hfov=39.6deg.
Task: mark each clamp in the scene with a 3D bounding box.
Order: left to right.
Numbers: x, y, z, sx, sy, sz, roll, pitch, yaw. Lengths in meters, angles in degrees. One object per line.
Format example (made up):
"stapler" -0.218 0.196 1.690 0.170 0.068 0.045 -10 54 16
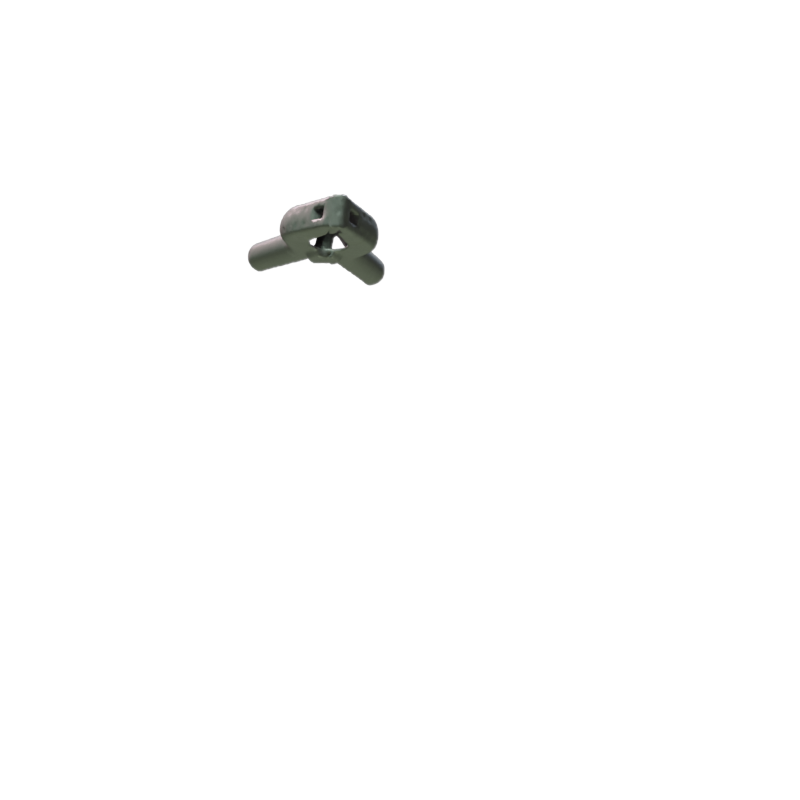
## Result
"clamp" -0.072 -0.131 0.916 0.120 0.041 0.165 0 -13 0
